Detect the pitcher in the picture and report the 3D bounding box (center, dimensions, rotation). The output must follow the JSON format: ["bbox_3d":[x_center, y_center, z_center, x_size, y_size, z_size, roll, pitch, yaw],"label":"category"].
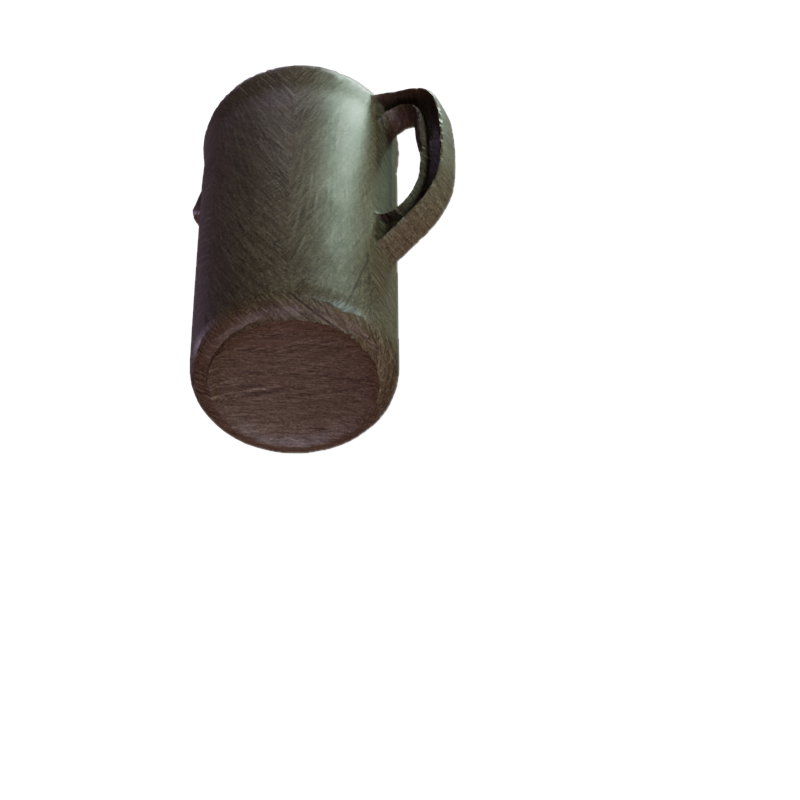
[{"bbox_3d":[-0.051,-0.093,0.655,0.142,0.142,0.260,11,37,-12],"label":"pitcher"}]
